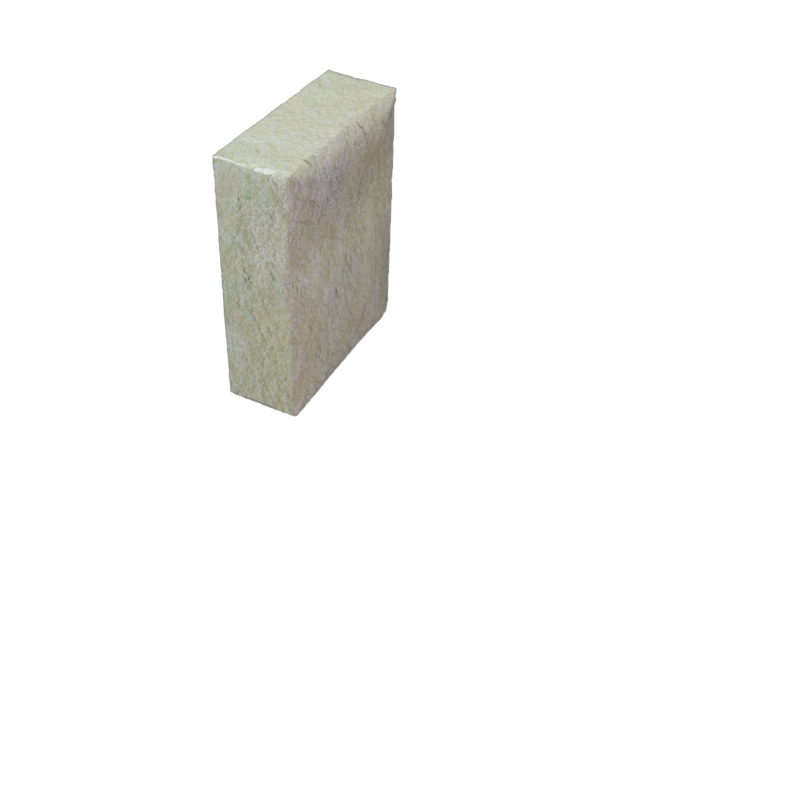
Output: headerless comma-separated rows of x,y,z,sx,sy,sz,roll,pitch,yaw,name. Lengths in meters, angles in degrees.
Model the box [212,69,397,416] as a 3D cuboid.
-0.067,-0.122,0.855,0.075,0.200,0.168,18,40,19,box
